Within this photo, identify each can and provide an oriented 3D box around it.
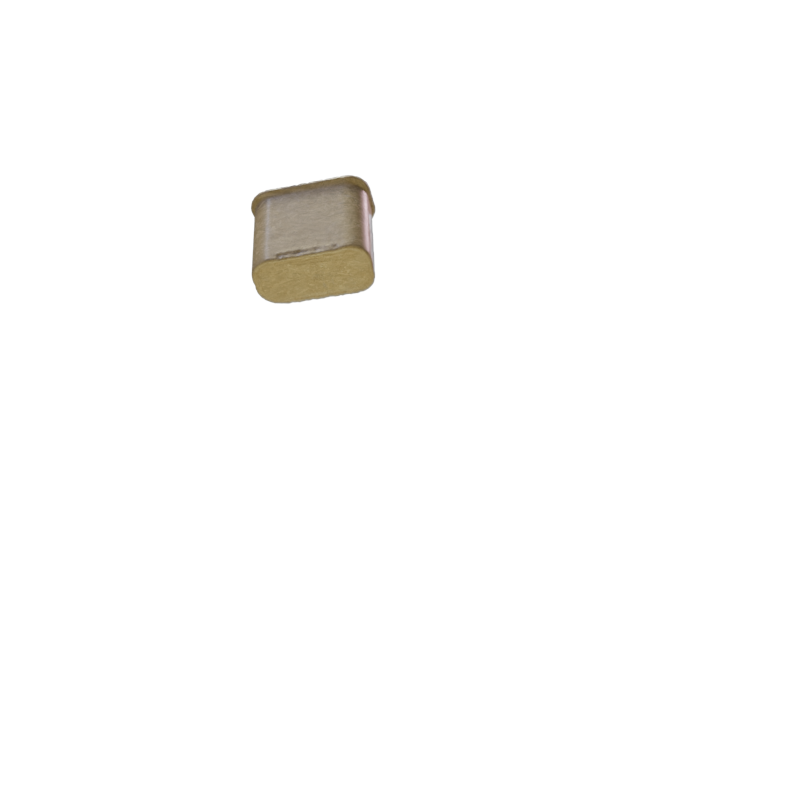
[{"bbox_3d":[-0.071,-0.129,0.903,0.103,0.090,0.053,-9,-42,8],"label":"can"}]
